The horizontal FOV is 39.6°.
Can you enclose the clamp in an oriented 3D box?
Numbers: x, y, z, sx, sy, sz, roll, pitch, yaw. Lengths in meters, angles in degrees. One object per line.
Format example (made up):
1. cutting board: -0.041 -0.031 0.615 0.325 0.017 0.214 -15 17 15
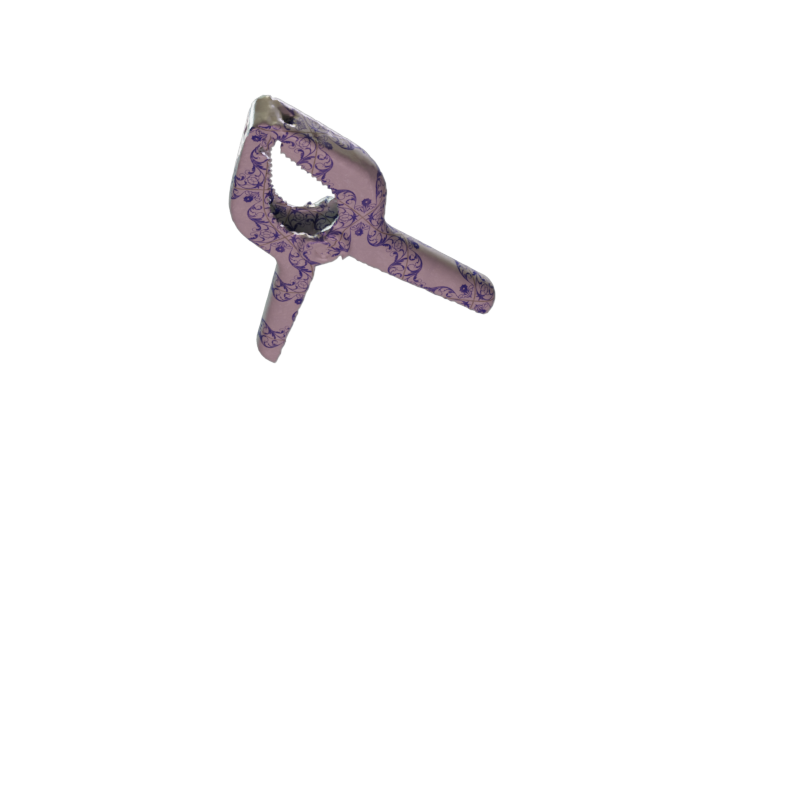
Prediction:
1. clamp: -0.054 -0.098 0.684 0.166 0.039 0.194 -18 -43 20
